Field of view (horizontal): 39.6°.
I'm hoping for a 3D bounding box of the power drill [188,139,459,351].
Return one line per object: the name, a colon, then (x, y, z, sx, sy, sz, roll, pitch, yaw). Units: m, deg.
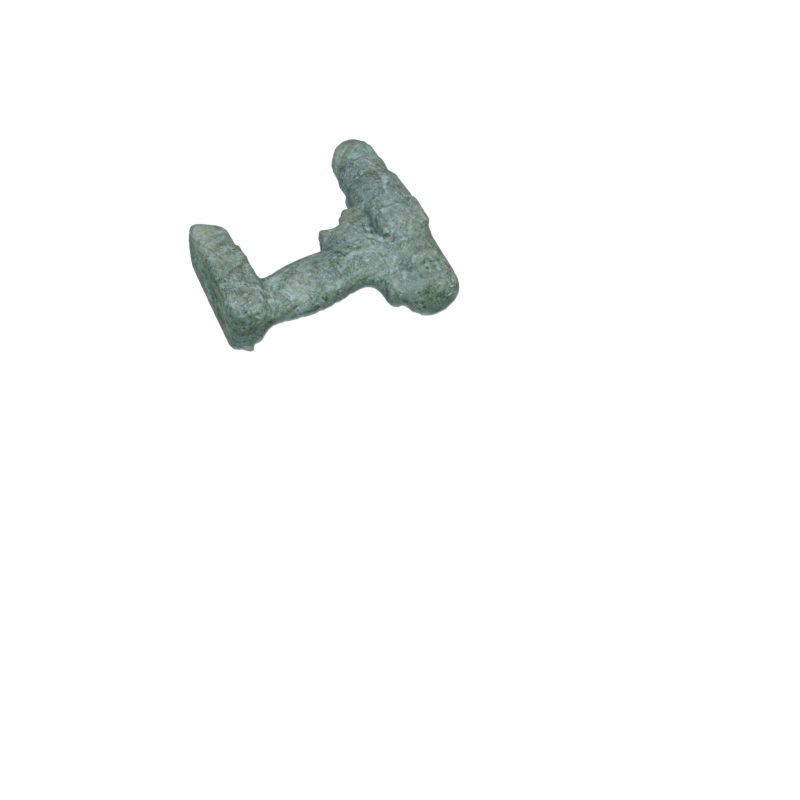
power drill: (-0.069, -0.126, 0.885, 0.186, 0.199, 0.053, -19, -36, -15)
